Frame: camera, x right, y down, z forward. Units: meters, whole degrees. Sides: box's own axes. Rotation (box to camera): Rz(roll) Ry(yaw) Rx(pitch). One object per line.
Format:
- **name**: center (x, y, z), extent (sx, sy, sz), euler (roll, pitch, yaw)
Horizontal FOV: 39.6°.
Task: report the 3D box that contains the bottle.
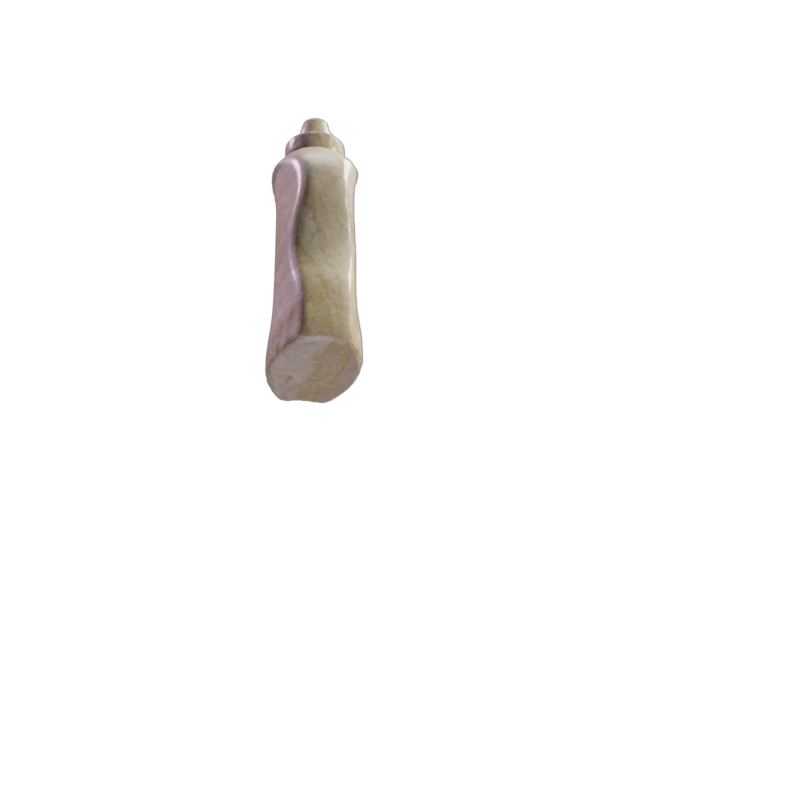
- **bottle**: center (-0.056, -0.102, 0.717), extent (0.058, 0.204, 0.091), euler (3, -30, -10)
